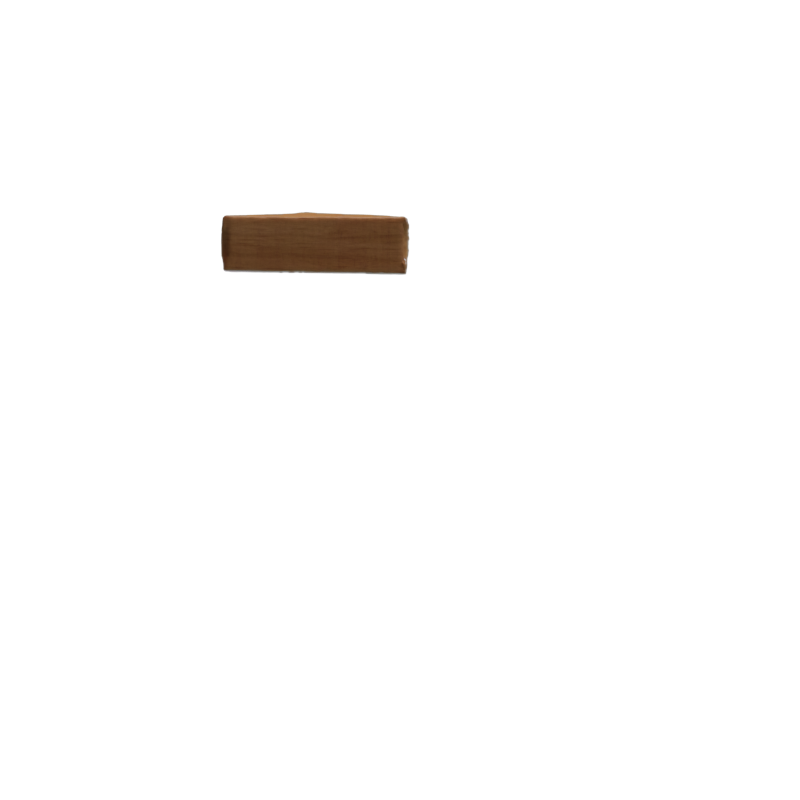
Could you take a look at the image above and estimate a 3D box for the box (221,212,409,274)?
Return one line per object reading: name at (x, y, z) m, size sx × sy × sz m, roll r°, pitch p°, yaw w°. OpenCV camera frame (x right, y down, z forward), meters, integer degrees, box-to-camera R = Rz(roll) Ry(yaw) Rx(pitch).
box at (-0.043, -0.079, 0.555) m, size 0.089 × 0.030 × 0.074 m, roll 0°, pitch 8°, yaw -4°
